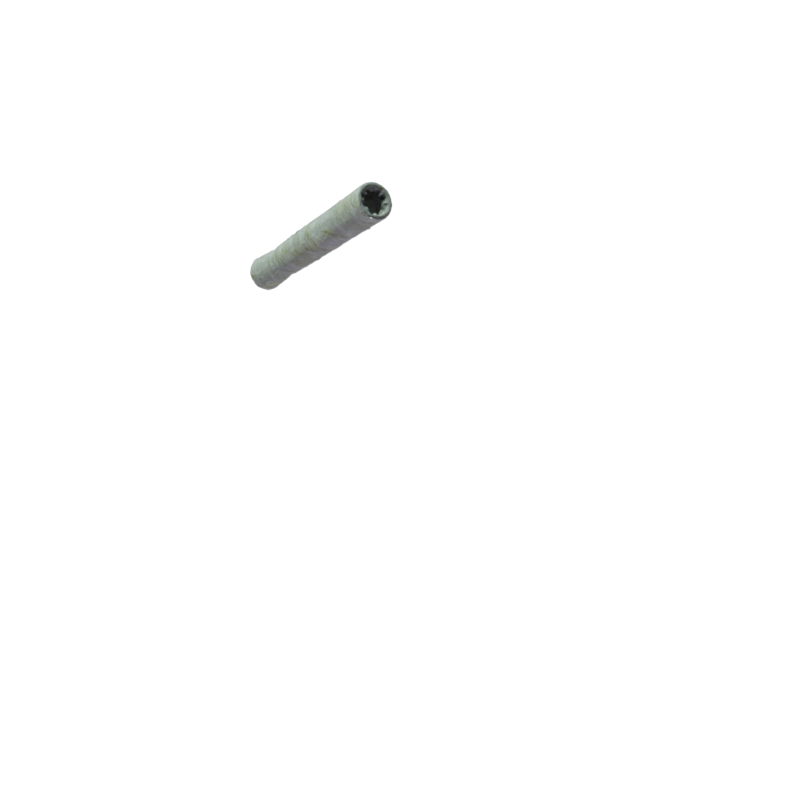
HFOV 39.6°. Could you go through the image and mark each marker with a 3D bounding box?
[{"bbox_3d":[-0.043,-0.079,0.552,0.019,0.020,0.121,-2,-10,-33],"label":"marker"}]
